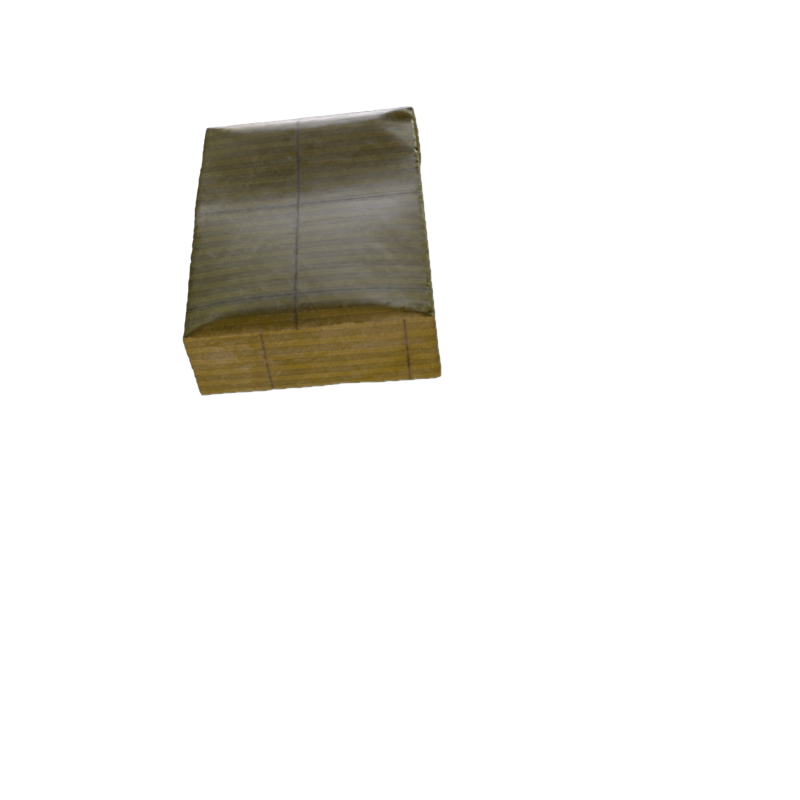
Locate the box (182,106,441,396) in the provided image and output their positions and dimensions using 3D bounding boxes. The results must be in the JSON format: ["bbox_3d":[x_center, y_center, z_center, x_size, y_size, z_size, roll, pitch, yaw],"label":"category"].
[{"bbox_3d":[-0.062,-0.112,0.787,0.165,0.229,0.066,-6,-40,4],"label":"box"}]
